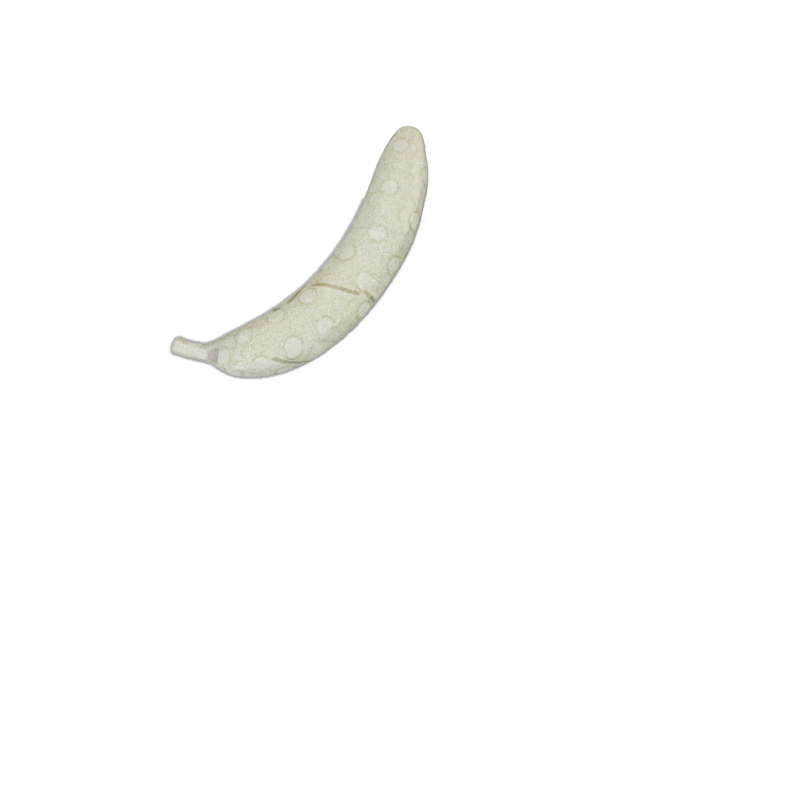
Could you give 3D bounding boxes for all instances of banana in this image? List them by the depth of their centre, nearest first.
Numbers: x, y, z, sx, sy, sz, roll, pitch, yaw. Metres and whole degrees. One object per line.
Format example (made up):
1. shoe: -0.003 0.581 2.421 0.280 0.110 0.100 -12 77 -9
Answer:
1. banana: -0.040 -0.076 0.641 0.072 0.199 0.035 44 -11 9
